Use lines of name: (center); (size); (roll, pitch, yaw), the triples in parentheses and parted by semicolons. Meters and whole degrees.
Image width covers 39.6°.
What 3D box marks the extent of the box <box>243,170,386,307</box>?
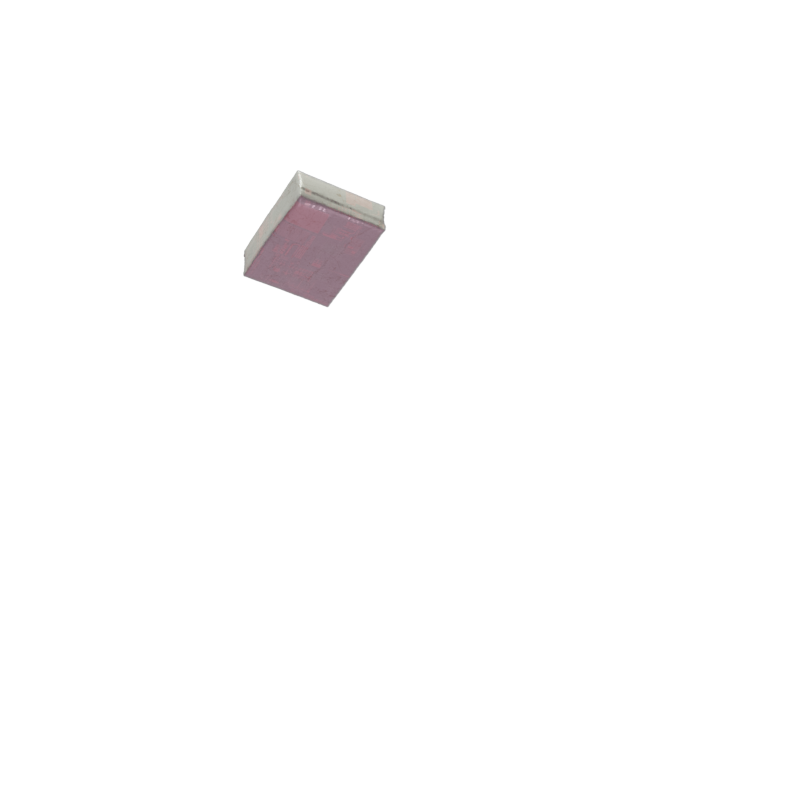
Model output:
box: (-0.078, -0.143, 0.998); (0.086, 0.042, 0.110); (21, -46, -22)
